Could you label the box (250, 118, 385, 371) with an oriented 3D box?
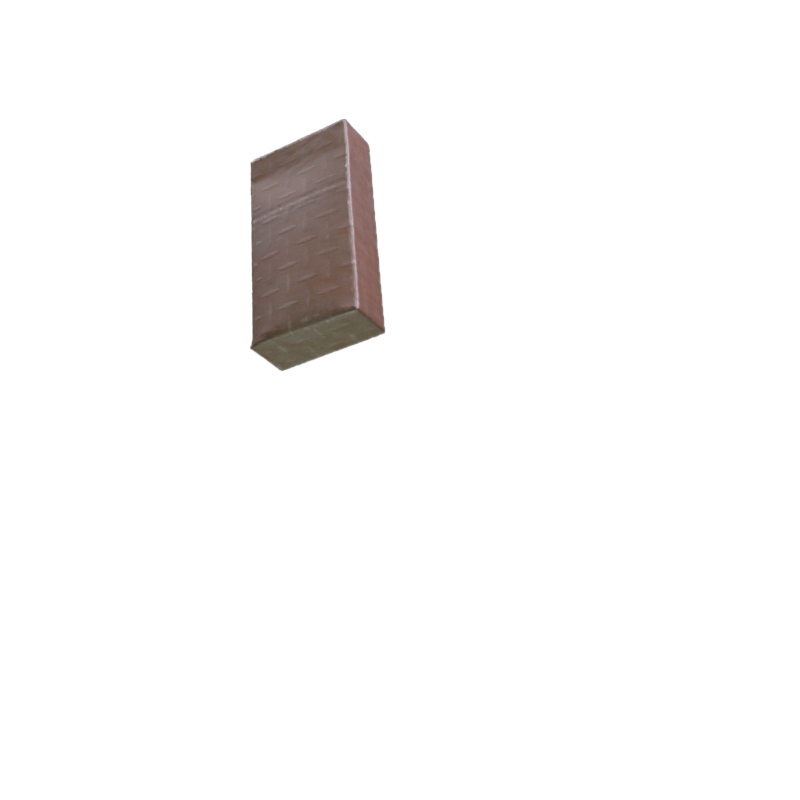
[{"bbox_3d":[-0.065,-0.118,0.829,0.094,0.189,0.044,-20,-38,24],"label":"box"}]
